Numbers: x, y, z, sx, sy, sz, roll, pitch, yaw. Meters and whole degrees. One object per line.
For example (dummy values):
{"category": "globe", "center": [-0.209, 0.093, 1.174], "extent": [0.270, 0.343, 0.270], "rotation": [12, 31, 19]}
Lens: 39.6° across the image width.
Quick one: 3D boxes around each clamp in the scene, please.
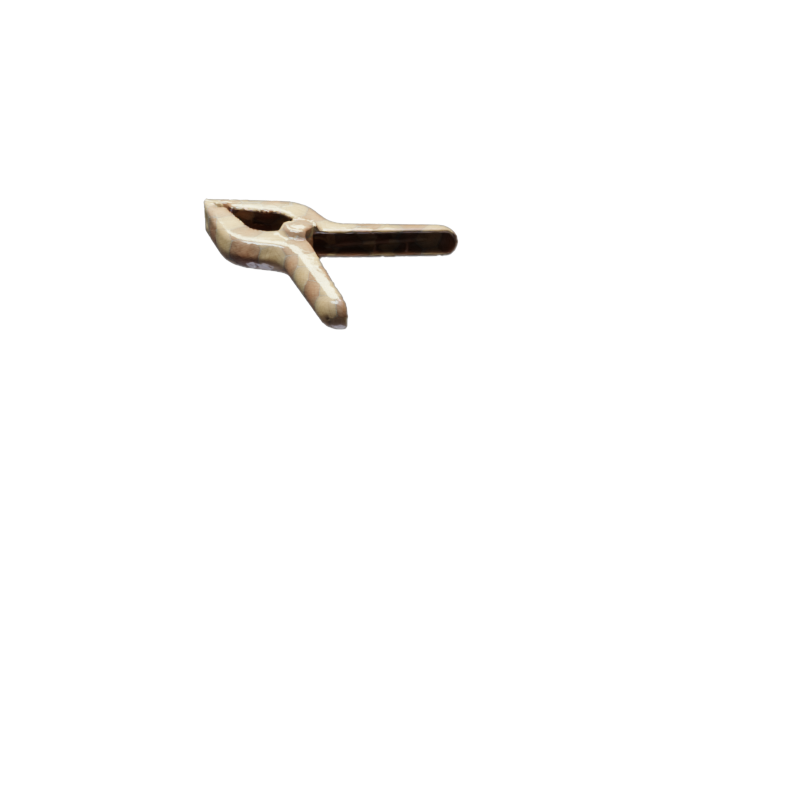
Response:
{"category": "clamp", "center": [-0.070, -0.128, 0.897], "extent": [0.223, 0.034, 0.164], "rotation": [26, 40, 35]}
